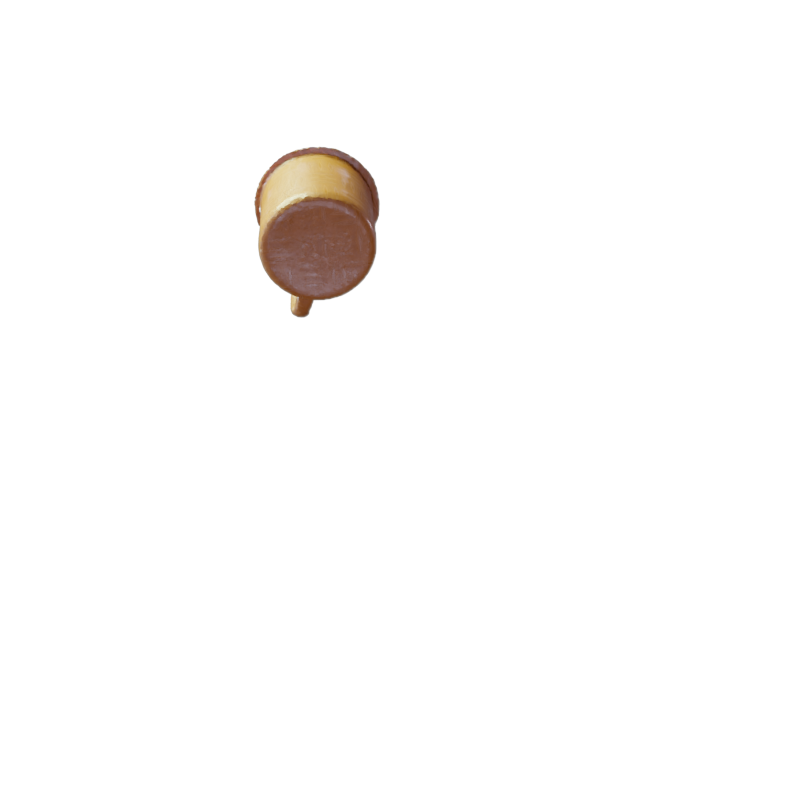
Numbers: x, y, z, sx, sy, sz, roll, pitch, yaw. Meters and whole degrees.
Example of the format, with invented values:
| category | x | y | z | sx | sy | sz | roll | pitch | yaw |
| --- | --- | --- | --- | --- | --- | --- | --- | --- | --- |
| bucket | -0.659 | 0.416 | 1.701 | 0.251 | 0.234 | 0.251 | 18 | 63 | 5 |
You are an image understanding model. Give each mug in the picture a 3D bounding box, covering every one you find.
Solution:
| category | x | y | z | sx | sy | sz | roll | pitch | yaw |
| --- | --- | --- | --- | --- | --- | --- | --- | --- | --- |
| mug | -0.062 | -0.113 | 0.794 | 0.092 | 0.112 | 0.086 | 13 | 26 | -9 |
